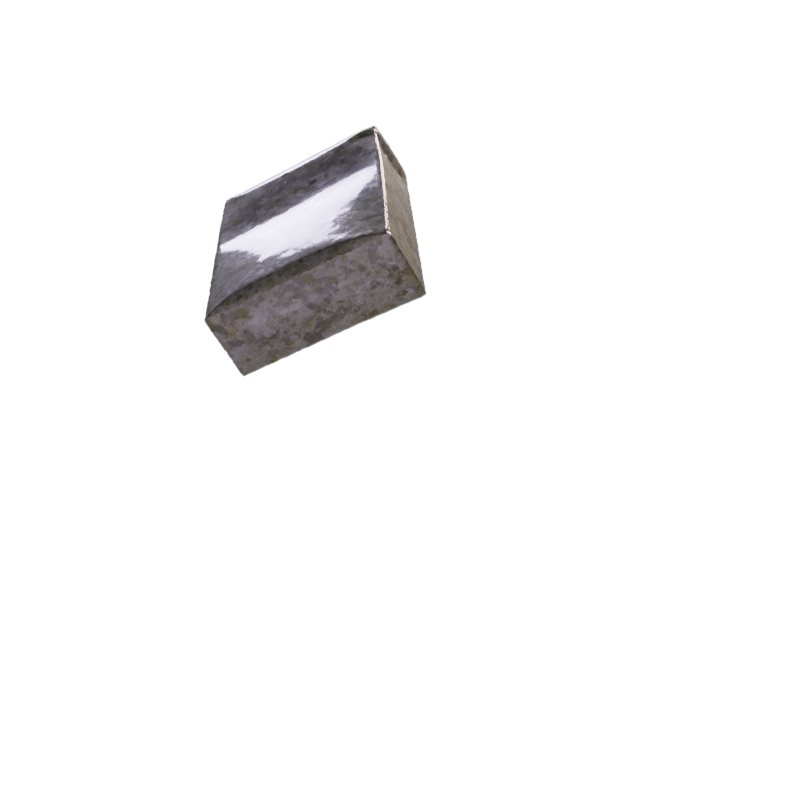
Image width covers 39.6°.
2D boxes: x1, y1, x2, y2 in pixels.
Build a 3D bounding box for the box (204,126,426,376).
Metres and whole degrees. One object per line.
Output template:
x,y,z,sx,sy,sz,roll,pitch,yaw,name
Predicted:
-0.074,-0.134,0.939,0.164,0.067,0.228,-24,32,13,box
